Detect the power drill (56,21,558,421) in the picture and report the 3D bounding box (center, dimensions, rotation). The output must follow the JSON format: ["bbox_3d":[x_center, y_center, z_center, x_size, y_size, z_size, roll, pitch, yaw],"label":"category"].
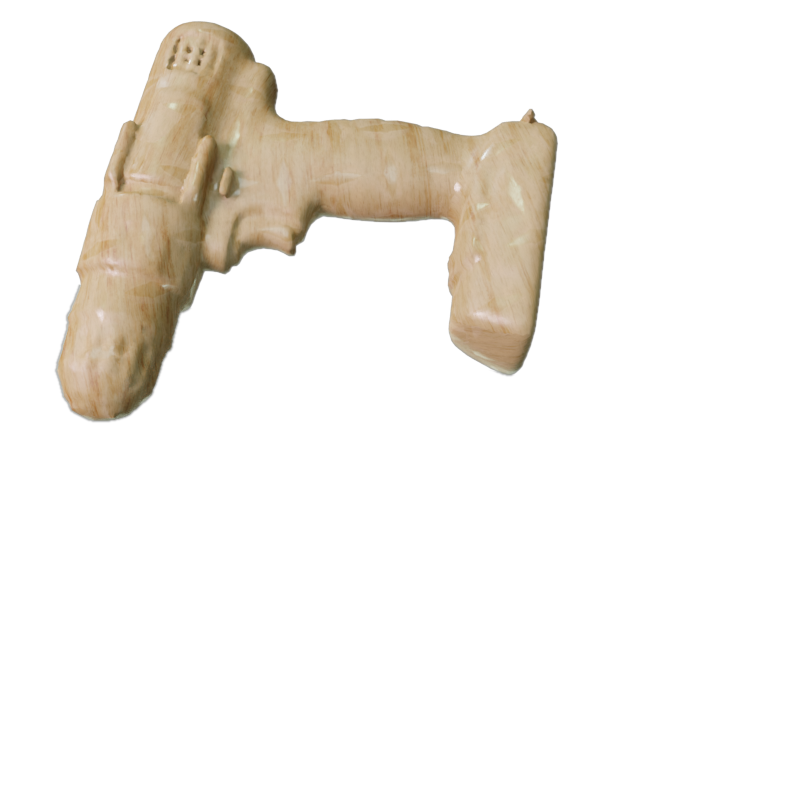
[{"bbox_3d":[-0.036,-0.066,0.462,0.189,0.192,0.055,11,-22,4],"label":"power drill"}]
